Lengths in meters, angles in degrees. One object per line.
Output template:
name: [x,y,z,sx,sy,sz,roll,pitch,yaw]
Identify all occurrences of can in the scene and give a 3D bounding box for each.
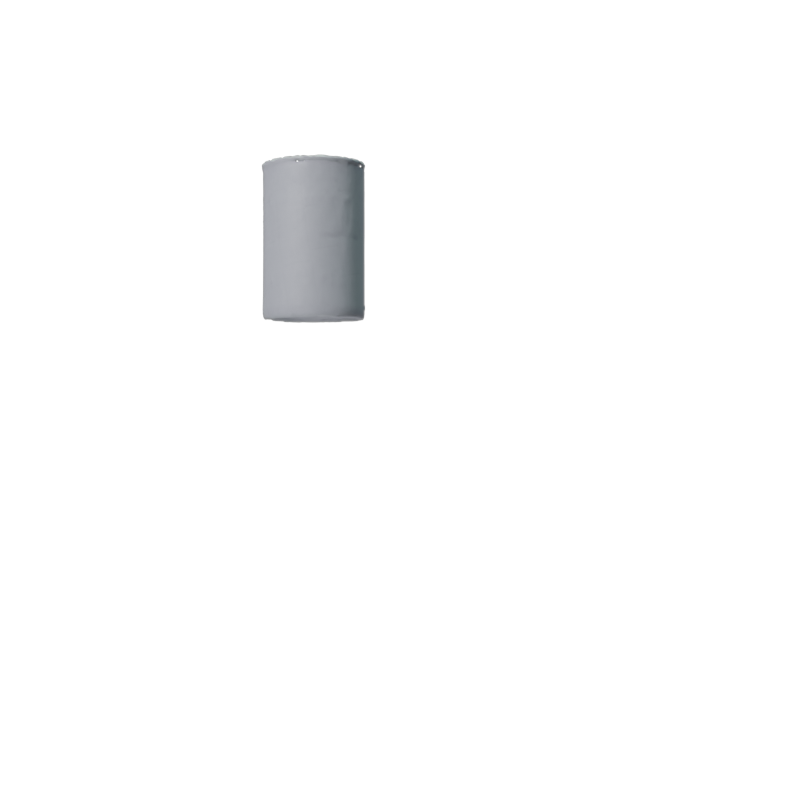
can: [-0.057,-0.103,0.722,0.068,0.104,0.068,0,-5,-2]
